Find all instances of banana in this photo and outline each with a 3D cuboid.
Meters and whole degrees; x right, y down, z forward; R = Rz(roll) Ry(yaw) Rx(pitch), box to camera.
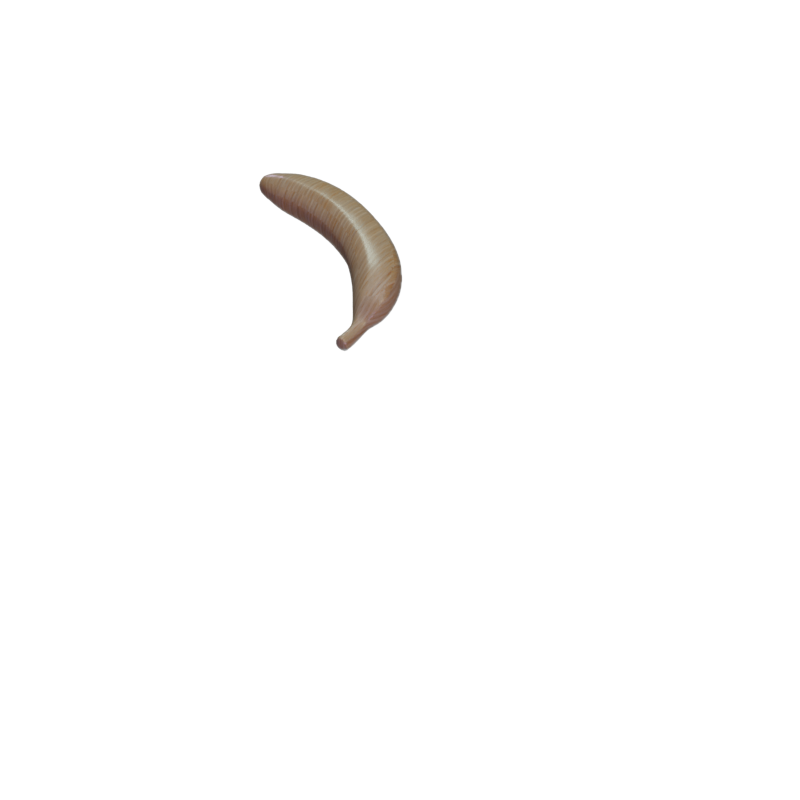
[{"bbox_3d":[-0.046,-0.119,0.821,0.069,0.034,0.214,-14,44,-15],"label":"banana"}]
